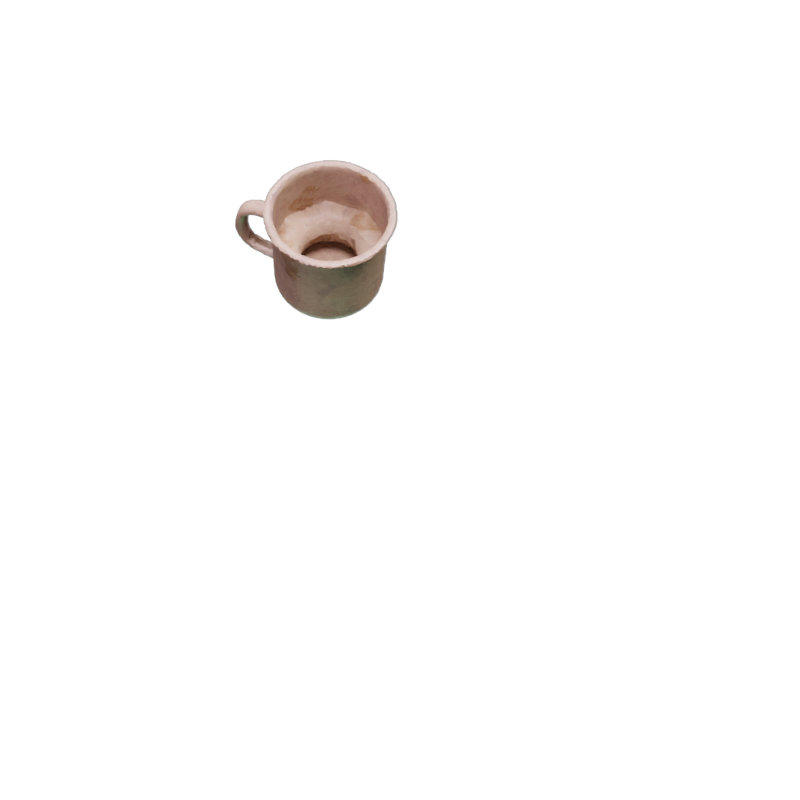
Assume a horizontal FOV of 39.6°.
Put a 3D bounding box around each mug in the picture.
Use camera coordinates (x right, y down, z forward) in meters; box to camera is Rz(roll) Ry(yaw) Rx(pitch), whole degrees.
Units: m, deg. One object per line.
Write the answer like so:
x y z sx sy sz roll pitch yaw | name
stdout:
-0.062 -0.114 0.798 0.119 0.098 0.076 12 -31 6 | mug
